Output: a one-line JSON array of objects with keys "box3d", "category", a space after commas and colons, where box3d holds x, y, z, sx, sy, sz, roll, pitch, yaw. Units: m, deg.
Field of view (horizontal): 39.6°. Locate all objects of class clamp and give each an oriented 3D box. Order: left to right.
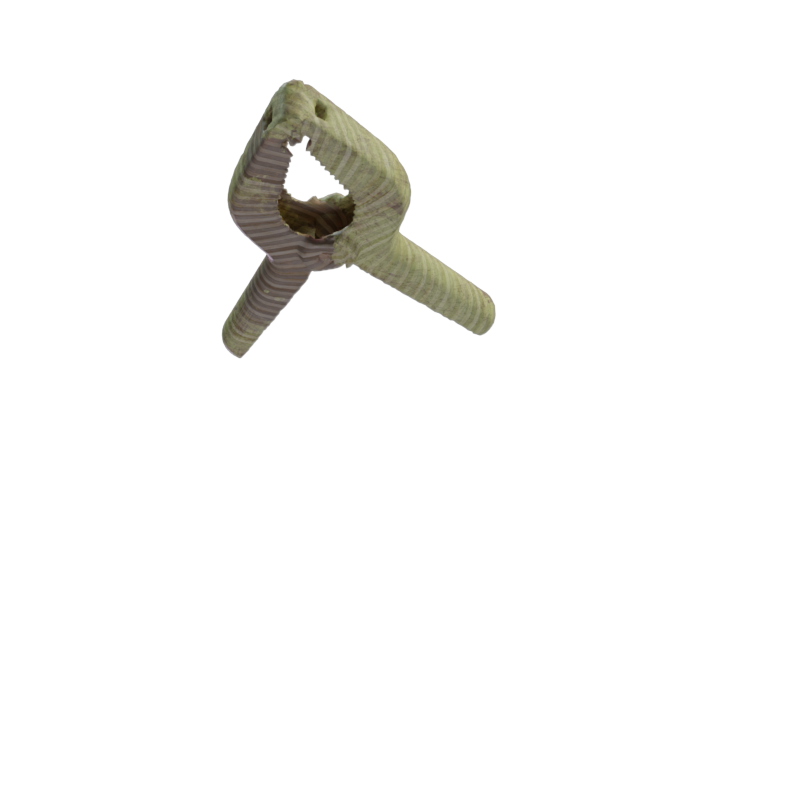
[{"box3d": [-0.047, -0.086, 0.603, 0.166, 0.039, 0.194, -9, -35, 13], "category": "clamp"}]
